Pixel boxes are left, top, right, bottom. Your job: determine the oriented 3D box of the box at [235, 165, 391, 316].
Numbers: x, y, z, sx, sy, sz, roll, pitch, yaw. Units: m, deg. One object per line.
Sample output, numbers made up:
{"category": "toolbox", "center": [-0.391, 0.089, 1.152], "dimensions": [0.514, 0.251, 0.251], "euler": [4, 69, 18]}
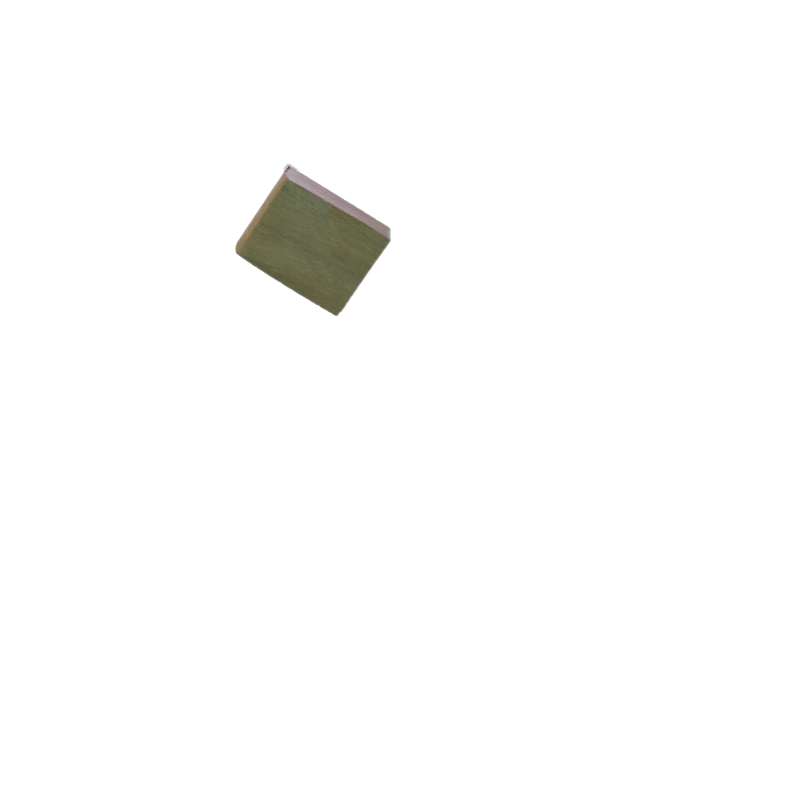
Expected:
{"category": "box", "center": [-0.078, -0.141, 0.991], "dimensions": [0.110, 0.088, 0.041], "euler": [31, 19, -12]}
